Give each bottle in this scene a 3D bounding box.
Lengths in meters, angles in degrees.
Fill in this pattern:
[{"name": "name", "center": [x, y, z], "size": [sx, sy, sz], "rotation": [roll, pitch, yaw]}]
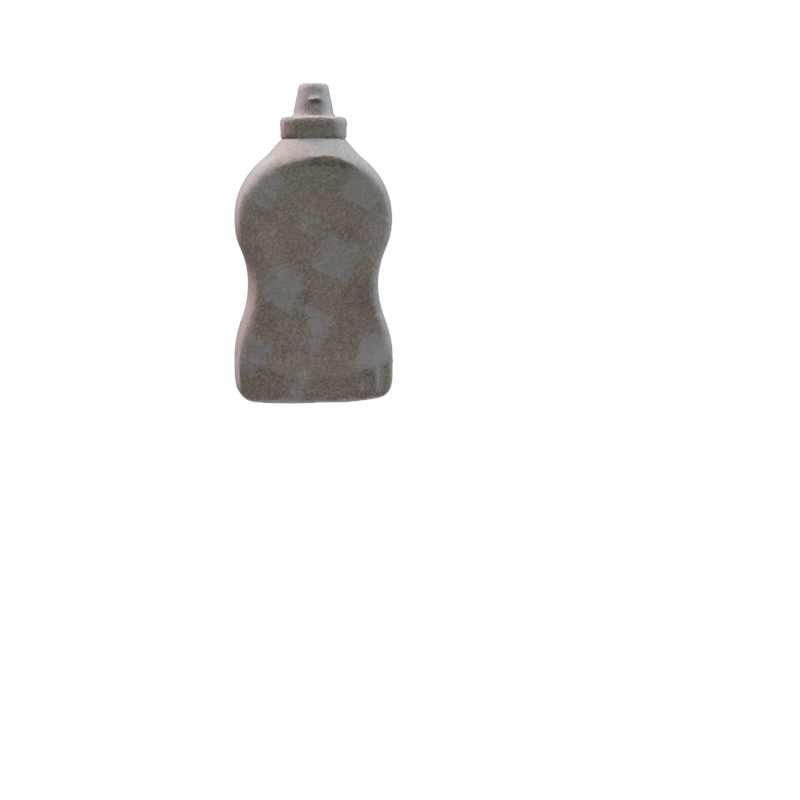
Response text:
[{"name": "bottle", "center": [-0.053, -0.097, 0.679], "size": [0.095, 0.190, 0.059], "rotation": [0, 3, -9]}]
